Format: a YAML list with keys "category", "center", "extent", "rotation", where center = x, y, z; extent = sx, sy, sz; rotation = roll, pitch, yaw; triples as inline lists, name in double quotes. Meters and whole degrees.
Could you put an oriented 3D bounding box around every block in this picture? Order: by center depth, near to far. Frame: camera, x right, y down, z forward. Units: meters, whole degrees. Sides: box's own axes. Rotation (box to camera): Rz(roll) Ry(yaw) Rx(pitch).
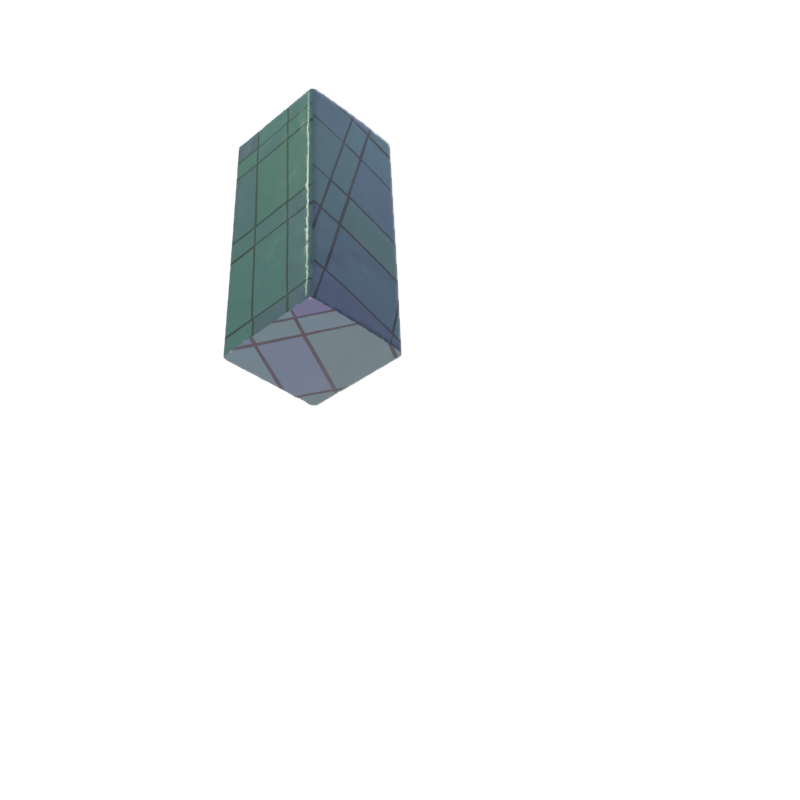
- category: "block"
  center: [-0.063, -0.116, 0.814]
  extent: [0.090, 0.221, 0.084]
  rotation: [-33, -47, 32]
